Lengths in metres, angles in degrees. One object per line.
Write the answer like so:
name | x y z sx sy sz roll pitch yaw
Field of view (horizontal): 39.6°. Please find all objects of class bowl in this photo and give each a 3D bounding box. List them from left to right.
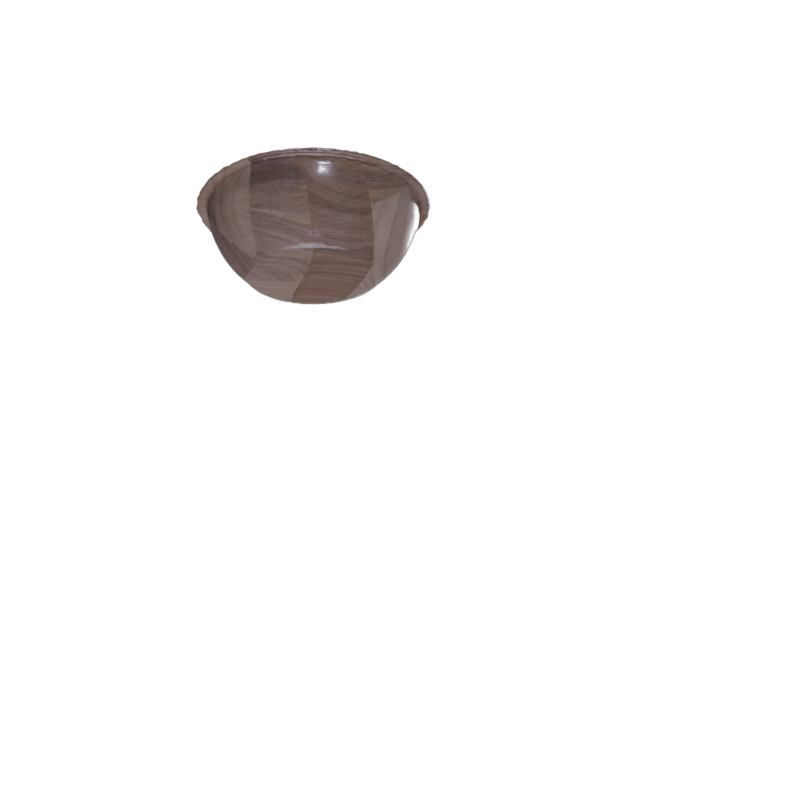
bowl | -0.059 -0.108 0.758 0.162 0.058 0.154 1 -21 -2
